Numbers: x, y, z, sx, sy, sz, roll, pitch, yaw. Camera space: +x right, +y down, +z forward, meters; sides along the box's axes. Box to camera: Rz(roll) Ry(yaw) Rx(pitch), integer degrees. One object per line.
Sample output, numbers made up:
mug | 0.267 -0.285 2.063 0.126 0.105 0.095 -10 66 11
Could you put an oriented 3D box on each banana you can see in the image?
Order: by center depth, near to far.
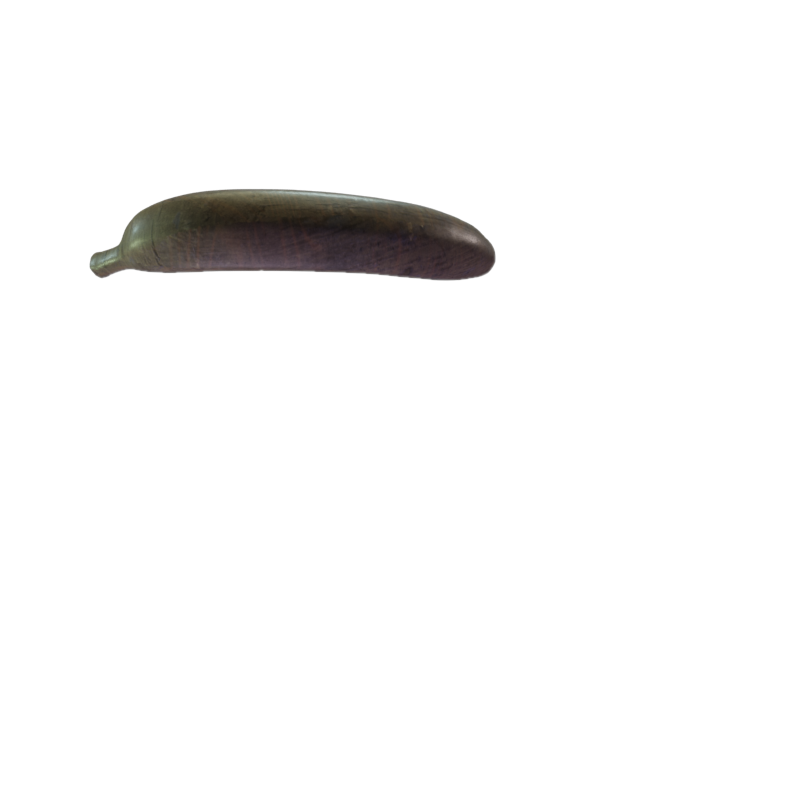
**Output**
banana | -0.039 -0.074 0.505 0.194 0.037 0.070 0 0 -15
